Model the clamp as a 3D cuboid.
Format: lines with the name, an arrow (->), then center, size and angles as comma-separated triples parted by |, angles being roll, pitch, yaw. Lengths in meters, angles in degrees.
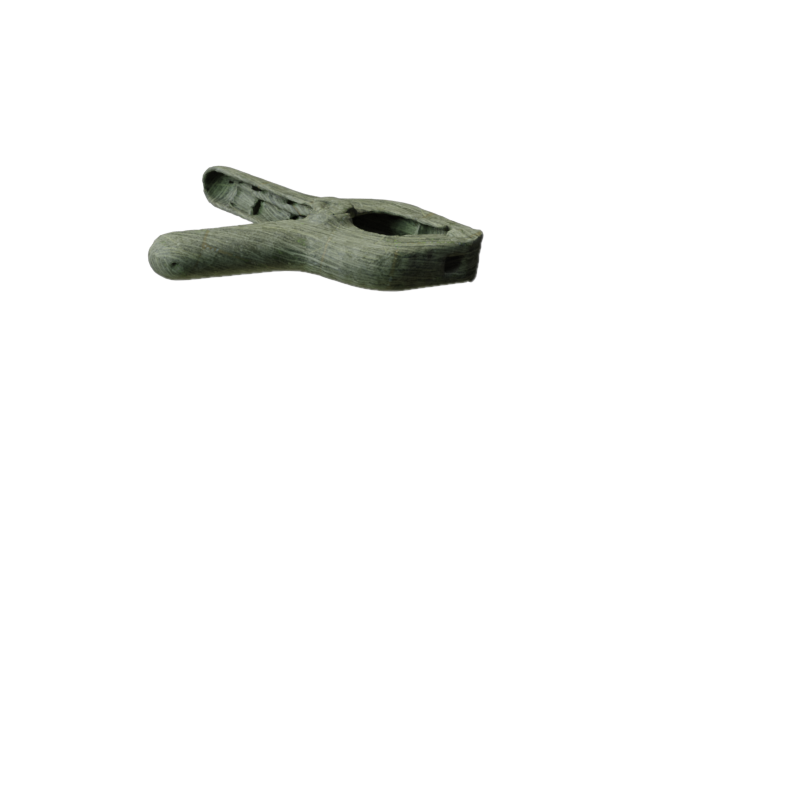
clamp -> -0.046, -0.084, 0.588 | 0.176, 0.037, 0.125 | 10, 36, 14
